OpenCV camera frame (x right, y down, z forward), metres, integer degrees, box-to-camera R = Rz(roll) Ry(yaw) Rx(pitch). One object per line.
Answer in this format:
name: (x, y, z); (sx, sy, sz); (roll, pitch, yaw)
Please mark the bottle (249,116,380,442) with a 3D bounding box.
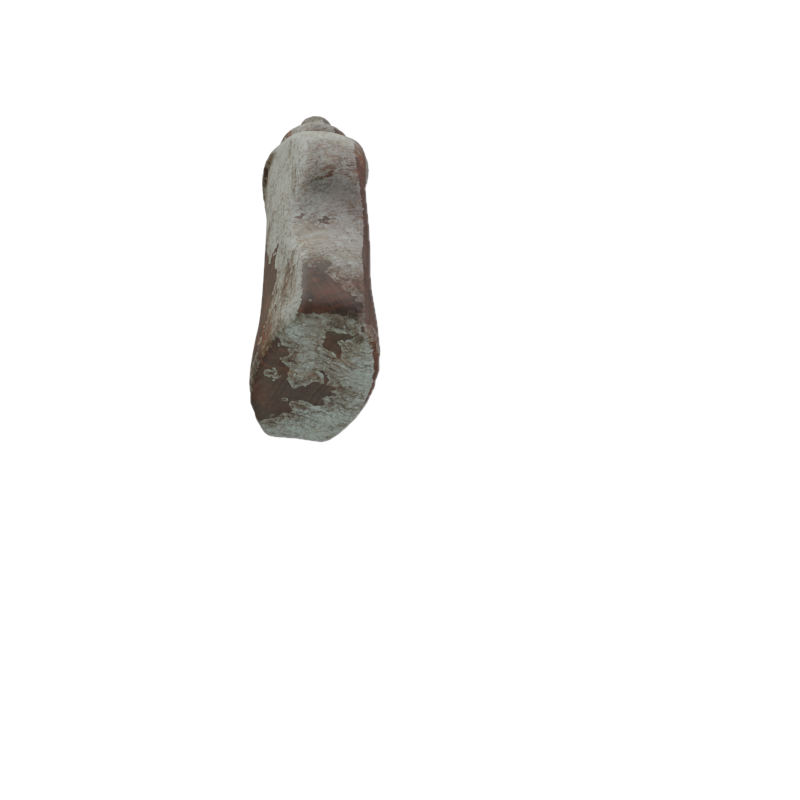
bottle: (-0.044, -0.082, 0.571); (0.058, 0.206, 0.090); (6, -43, -10)
